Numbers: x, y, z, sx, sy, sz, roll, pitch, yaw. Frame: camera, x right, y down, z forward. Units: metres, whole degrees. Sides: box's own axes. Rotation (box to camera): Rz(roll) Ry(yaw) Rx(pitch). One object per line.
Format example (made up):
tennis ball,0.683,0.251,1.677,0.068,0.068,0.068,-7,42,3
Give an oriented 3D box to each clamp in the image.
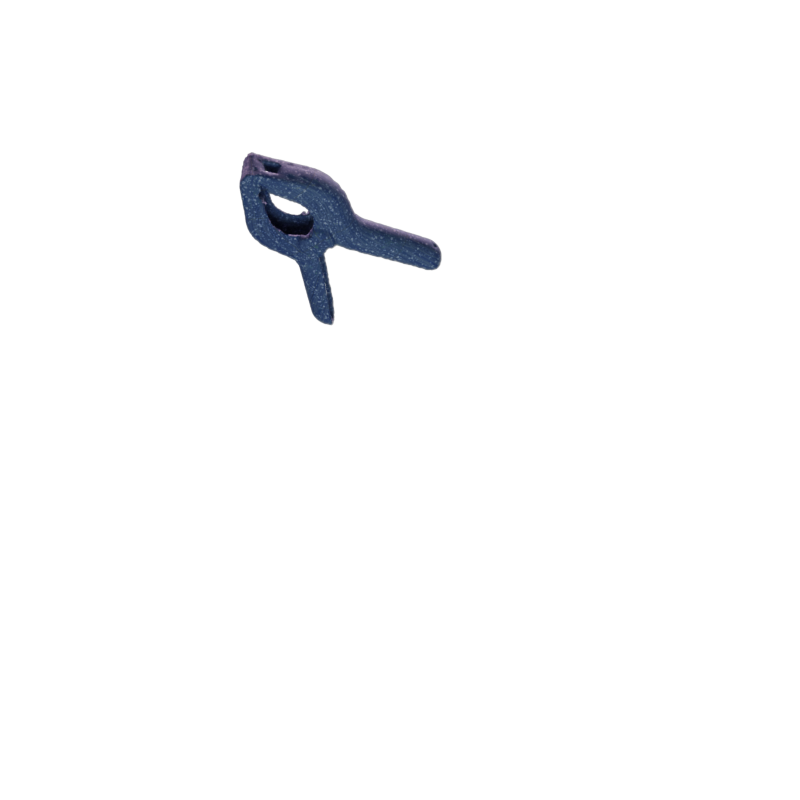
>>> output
clamp,-0.066,-0.121,0.846,0.162,0.042,0.118,34,-57,-26
